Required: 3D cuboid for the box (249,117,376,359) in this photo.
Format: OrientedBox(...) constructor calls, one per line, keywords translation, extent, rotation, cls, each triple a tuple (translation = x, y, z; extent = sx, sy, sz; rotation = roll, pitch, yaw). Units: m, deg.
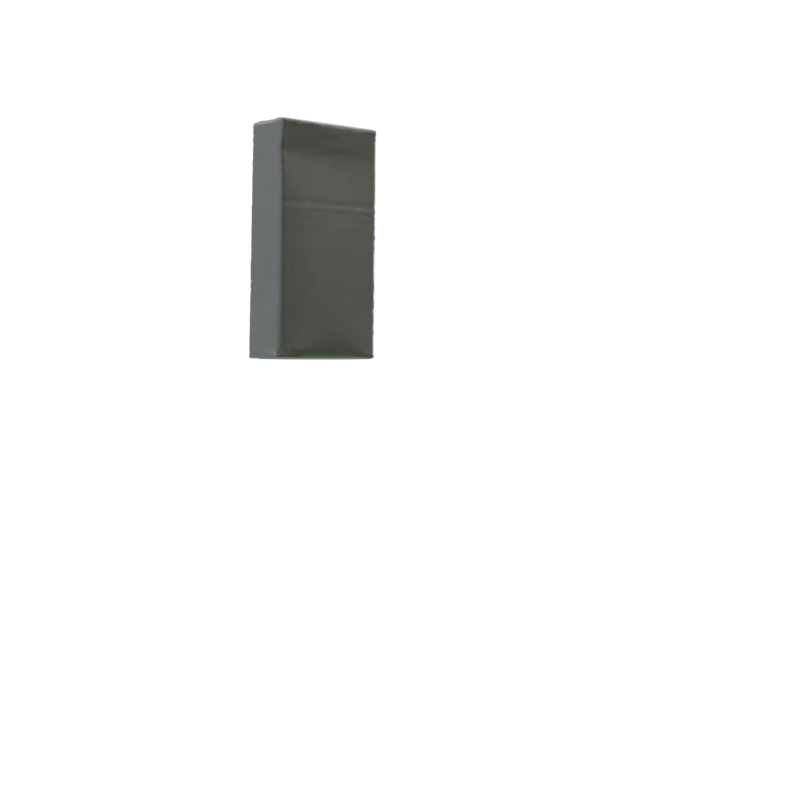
OrientedBox(translation=(-0.065, -0.119, 0.834), extent=(0.089, 0.178, 0.049), rotation=(3, -6, -40), cls="box")
